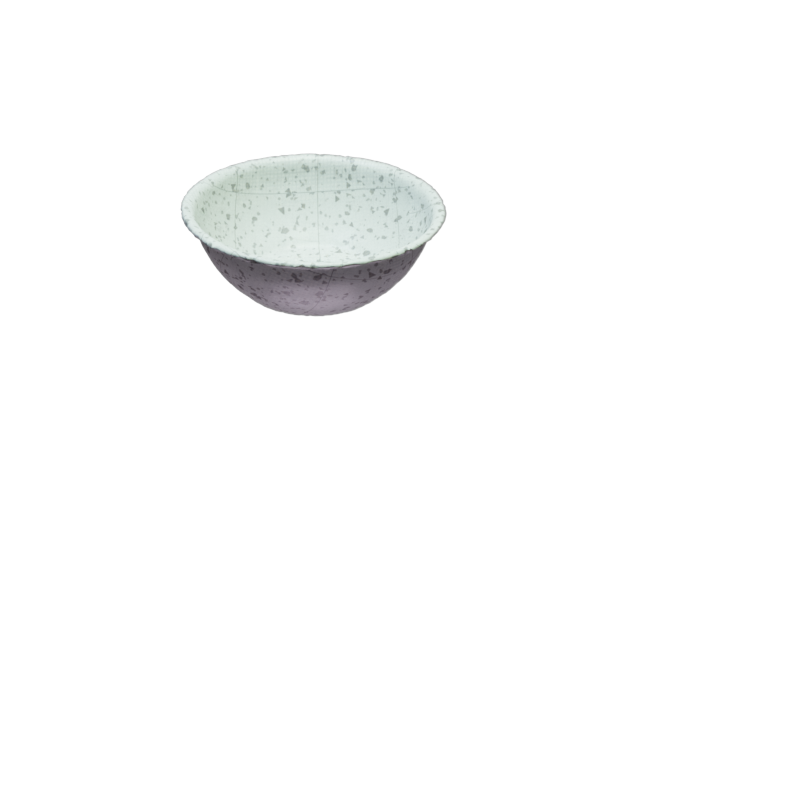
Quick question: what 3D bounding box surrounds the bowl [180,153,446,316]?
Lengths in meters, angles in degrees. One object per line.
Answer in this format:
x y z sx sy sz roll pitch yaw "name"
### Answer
-0.054 -0.098 0.688 0.162 0.052 0.172 -1 33 -2 "bowl"
